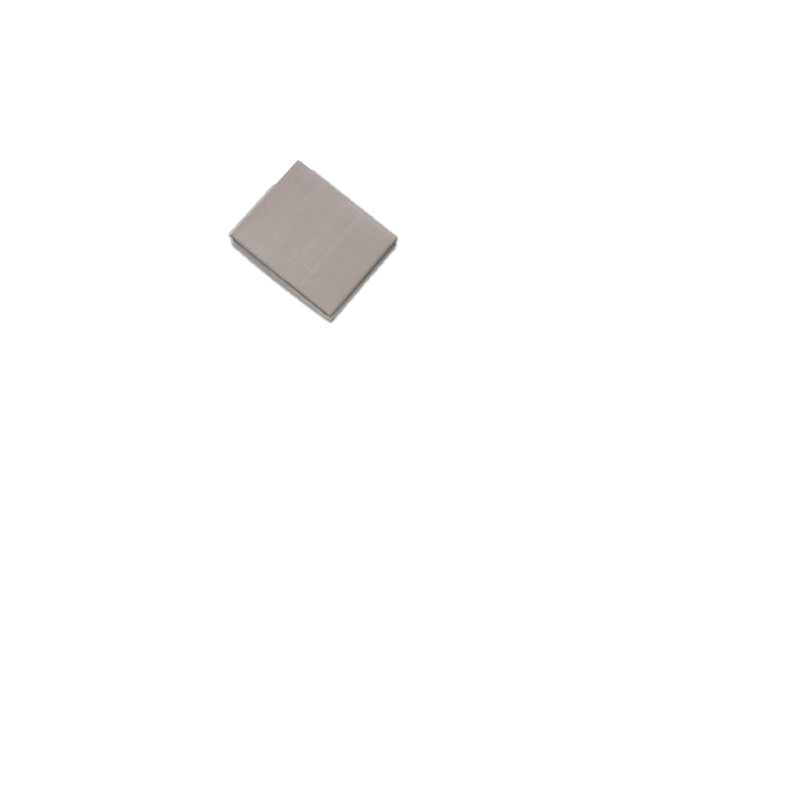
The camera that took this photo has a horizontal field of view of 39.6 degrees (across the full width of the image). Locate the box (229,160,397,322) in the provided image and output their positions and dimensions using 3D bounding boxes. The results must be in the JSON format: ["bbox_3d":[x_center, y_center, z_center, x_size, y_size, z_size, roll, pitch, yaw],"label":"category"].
[{"bbox_3d":[-0.074,-0.134,0.938,0.116,0.091,0.038,39,-11,9],"label":"box"}]
